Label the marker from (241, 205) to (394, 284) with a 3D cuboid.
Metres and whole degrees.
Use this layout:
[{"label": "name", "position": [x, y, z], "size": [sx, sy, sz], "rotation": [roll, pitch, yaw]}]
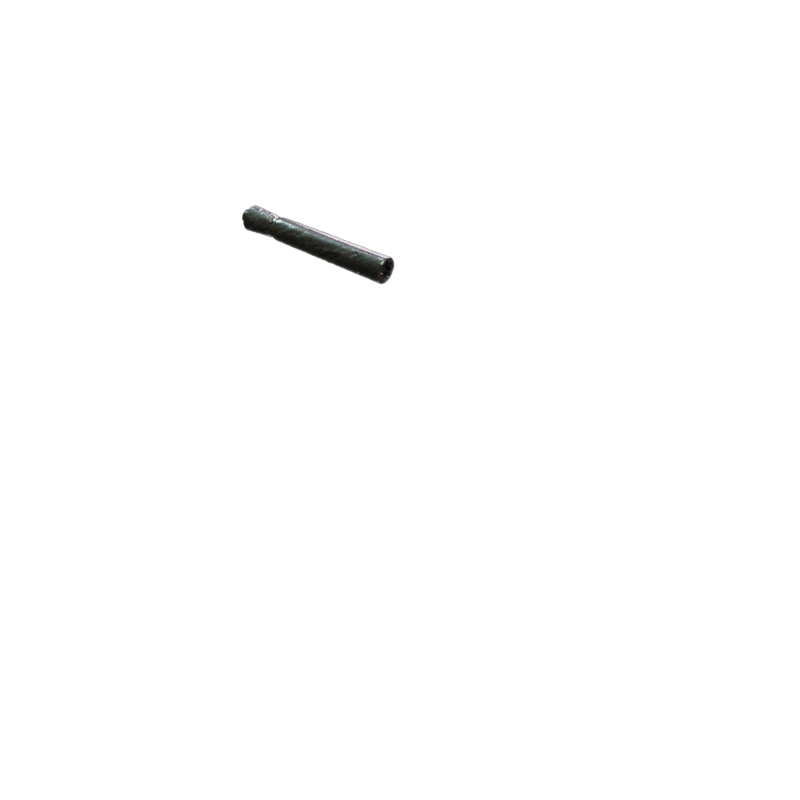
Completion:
[{"label": "marker", "position": [-0.059, -0.107, 0.750], "size": [0.128, 0.019, 0.019], "rotation": [25, 16, 30]}]
